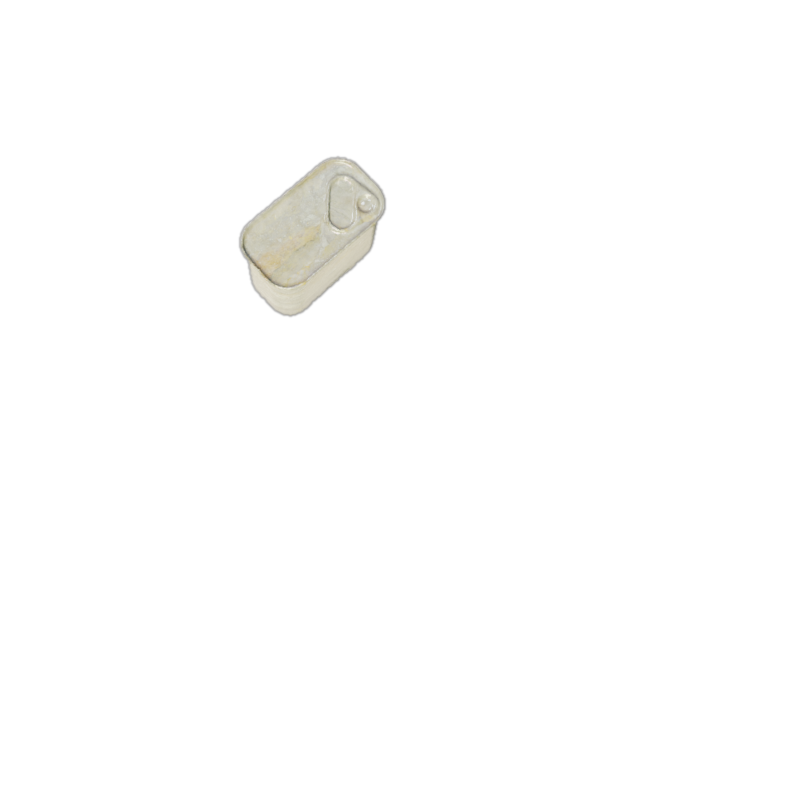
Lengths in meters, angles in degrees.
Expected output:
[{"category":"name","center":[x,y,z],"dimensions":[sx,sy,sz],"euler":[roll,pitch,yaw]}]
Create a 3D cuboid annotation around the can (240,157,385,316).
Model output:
[{"category":"can","center":[-0.062,-0.113,0.788],"dimensions":[0.103,0.059,0.081],"euler":[-42,-8,-12]}]
